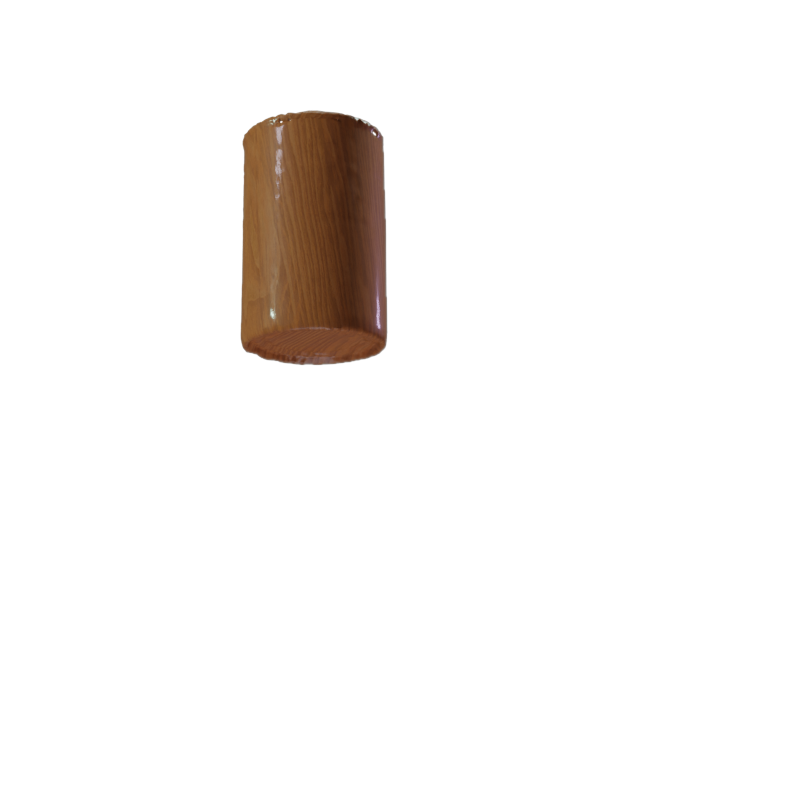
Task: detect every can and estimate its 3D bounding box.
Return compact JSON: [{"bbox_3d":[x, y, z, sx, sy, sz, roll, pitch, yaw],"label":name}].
[{"bbox_3d":[-0.040,-0.073,0.515,0.068,0.107,0.066,0,-17,-2],"label":"can"}]
